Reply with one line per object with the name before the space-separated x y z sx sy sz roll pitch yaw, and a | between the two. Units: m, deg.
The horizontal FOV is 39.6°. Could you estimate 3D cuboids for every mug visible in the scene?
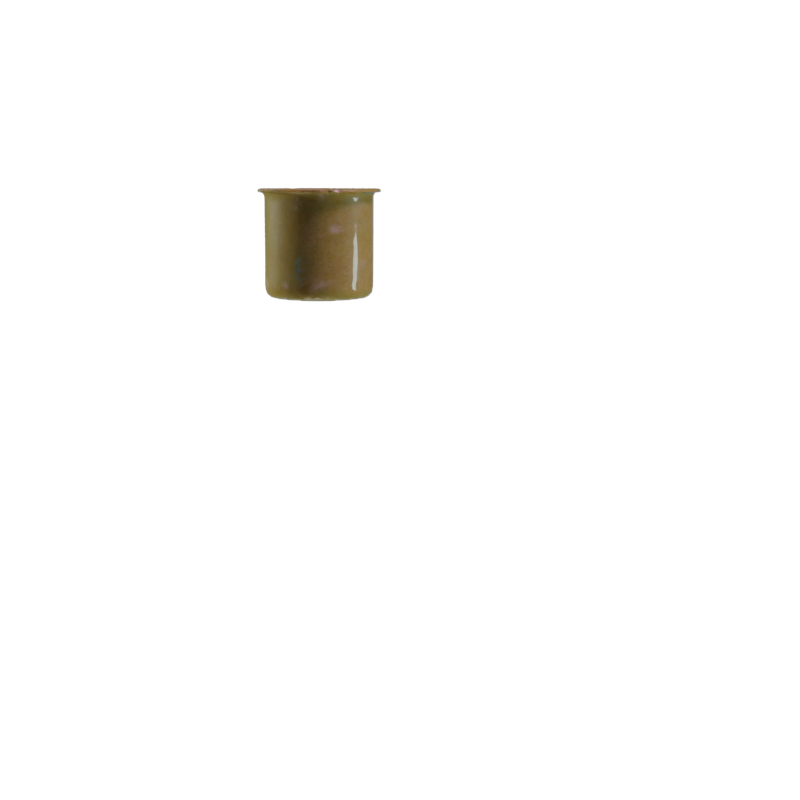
mug | -0.066 -0.121 0.845 0.091 0.080 0.122 -3 10 -24
